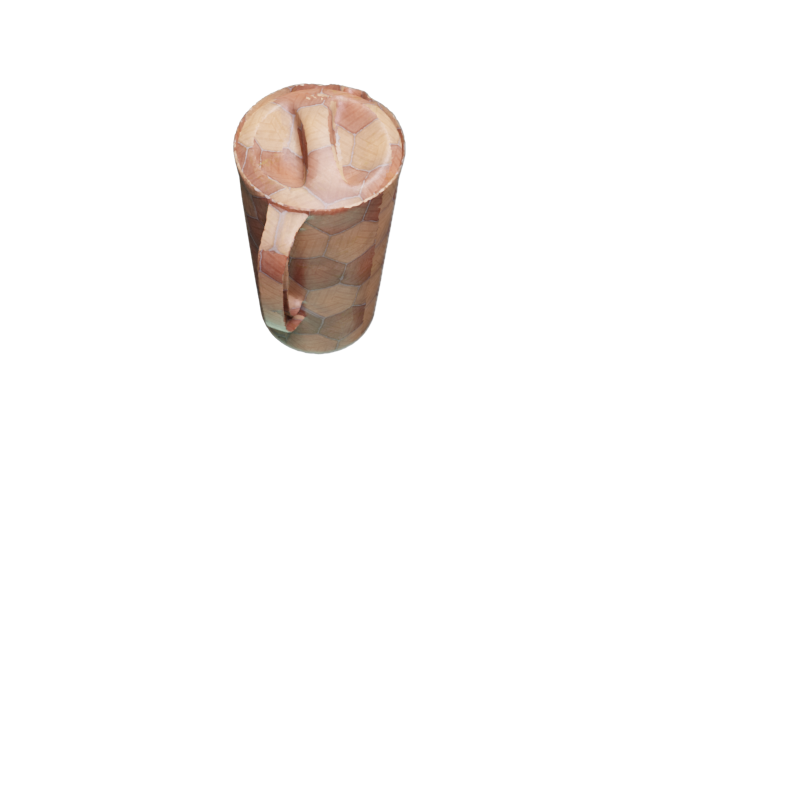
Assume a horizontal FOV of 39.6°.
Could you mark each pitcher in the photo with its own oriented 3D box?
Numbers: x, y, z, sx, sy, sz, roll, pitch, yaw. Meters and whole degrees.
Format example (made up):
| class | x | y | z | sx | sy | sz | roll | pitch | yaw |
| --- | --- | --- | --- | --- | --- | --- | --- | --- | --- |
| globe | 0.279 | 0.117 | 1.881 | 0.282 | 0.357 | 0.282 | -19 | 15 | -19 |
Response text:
| class | x | y | z | sx | sy | sz | roll | pitch | yaw |
| --- | --- | --- | --- | --- | --- | --- | --- | --- | --- |
| pitcher | -0.074 | -0.134 | 0.941 | 0.148 | 0.155 | 0.228 | -22 | -28 | -16 |
